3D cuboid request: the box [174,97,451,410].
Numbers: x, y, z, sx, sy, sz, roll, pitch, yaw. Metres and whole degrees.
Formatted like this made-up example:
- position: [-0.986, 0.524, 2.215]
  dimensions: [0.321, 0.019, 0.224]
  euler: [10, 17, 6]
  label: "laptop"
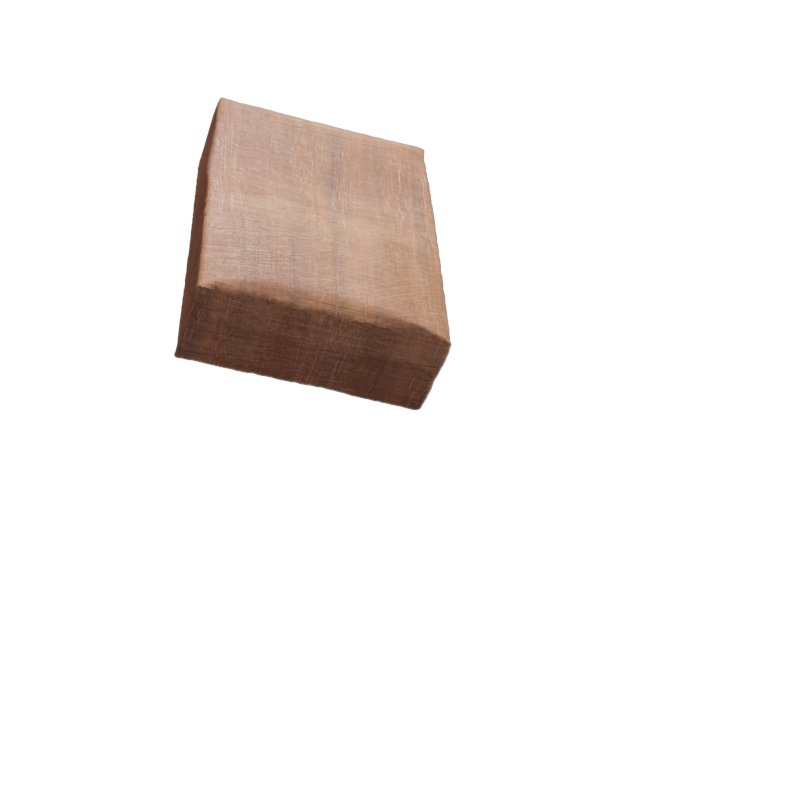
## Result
- position: [-0.059, -0.108, 0.754]
  dimensions: [0.160, 0.068, 0.230]
  euler: [11, 42, -13]
  label: "box"
